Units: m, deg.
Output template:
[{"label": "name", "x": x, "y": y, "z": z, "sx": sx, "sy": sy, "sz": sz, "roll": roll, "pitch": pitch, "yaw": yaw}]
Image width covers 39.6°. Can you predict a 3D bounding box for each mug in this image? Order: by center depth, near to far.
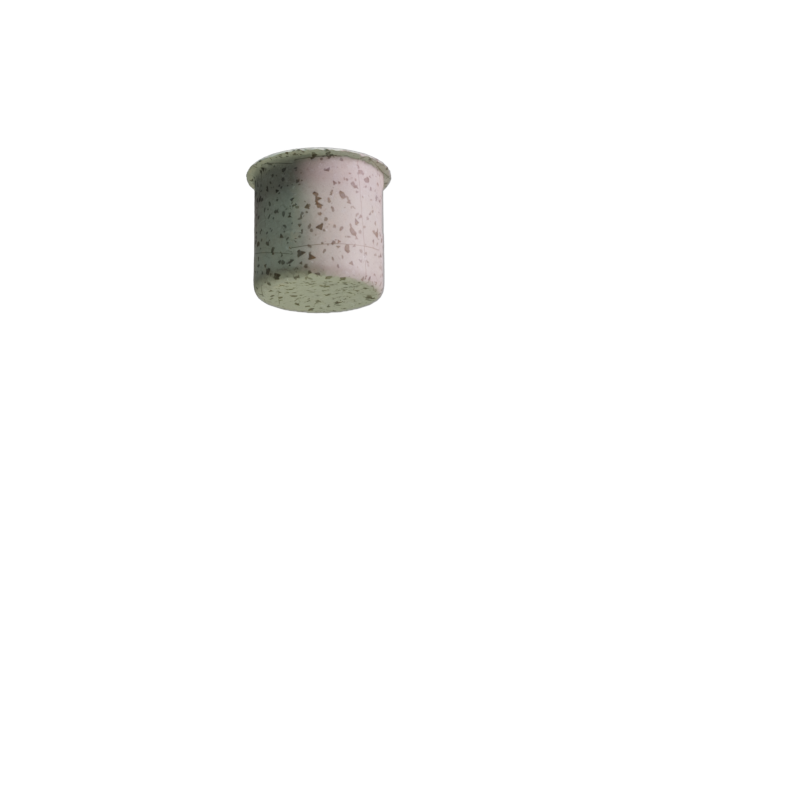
[{"label": "mug", "x": -0.055, "y": -0.101, "z": 0.708, "sx": 0.091, "sy": 0.085, "sz": 0.116, "roll": 5, "pitch": -15, "yaw": -20}]
